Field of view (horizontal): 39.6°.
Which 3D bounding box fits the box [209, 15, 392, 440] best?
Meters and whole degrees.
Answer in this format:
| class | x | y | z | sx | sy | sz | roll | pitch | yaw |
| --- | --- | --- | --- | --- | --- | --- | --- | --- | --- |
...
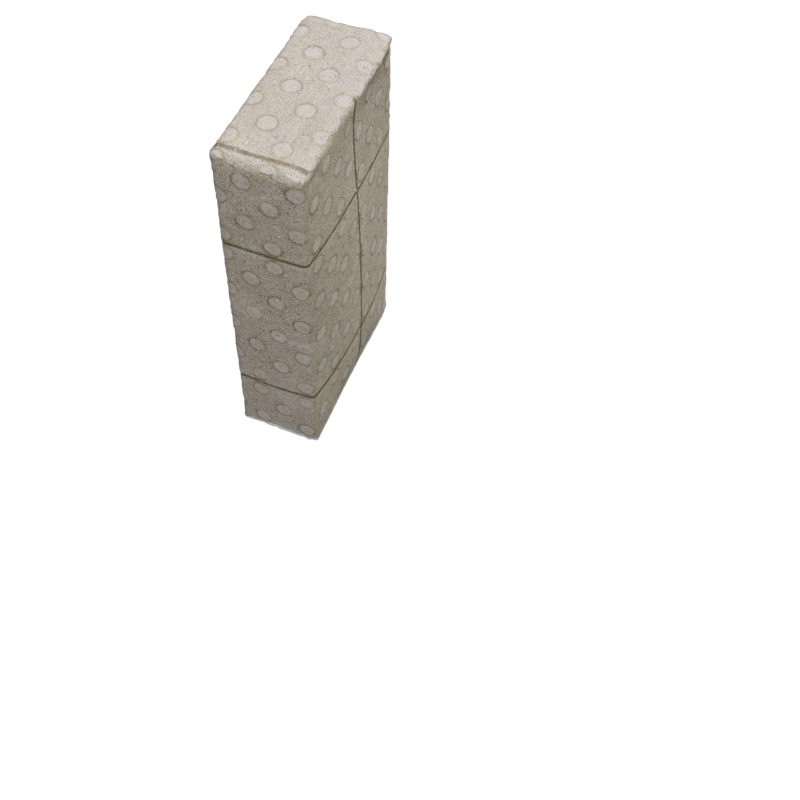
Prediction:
| class | x | y | z | sx | sy | sz | roll | pitch | yaw |
| --- | --- | --- | --- | --- | --- | --- | --- | --- | --- |
| box | -0.038 | -0.070 | 0.491 | 0.049 | 0.097 | 0.165 | 19 | -35 | 9 |
